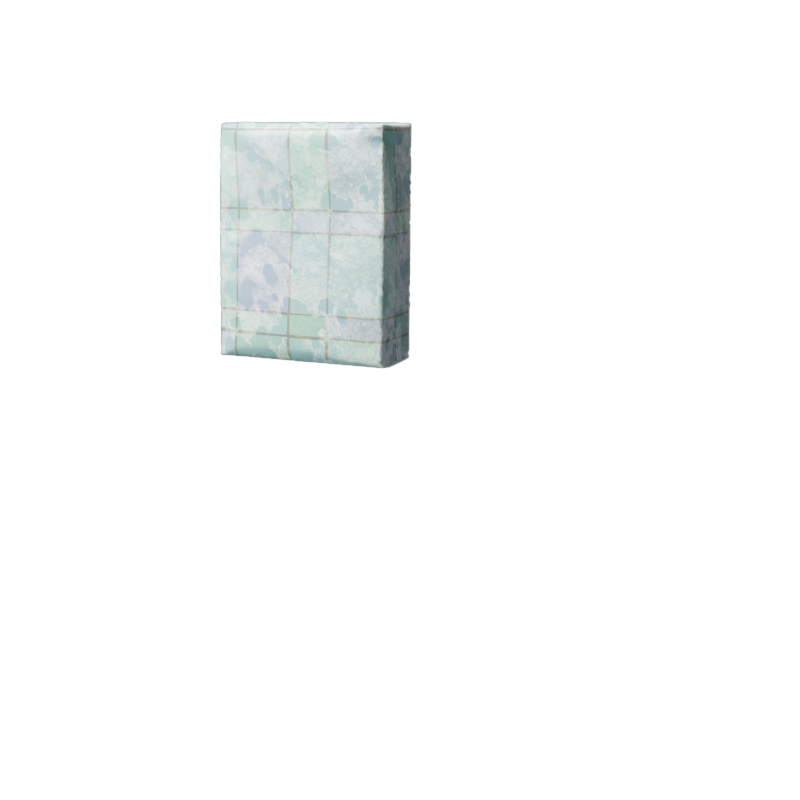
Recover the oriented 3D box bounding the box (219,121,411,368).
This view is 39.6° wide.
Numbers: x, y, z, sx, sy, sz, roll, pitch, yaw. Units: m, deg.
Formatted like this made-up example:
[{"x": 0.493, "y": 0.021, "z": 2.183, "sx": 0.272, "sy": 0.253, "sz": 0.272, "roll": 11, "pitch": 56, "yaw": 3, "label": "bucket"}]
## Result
[{"x": -0.078, "y": -0.142, "z": 0.993, "sx": 0.170, "sy": 0.210, "sz": 0.071, "roll": 5, "pitch": 8, "yaw": 25, "label": "box"}]
